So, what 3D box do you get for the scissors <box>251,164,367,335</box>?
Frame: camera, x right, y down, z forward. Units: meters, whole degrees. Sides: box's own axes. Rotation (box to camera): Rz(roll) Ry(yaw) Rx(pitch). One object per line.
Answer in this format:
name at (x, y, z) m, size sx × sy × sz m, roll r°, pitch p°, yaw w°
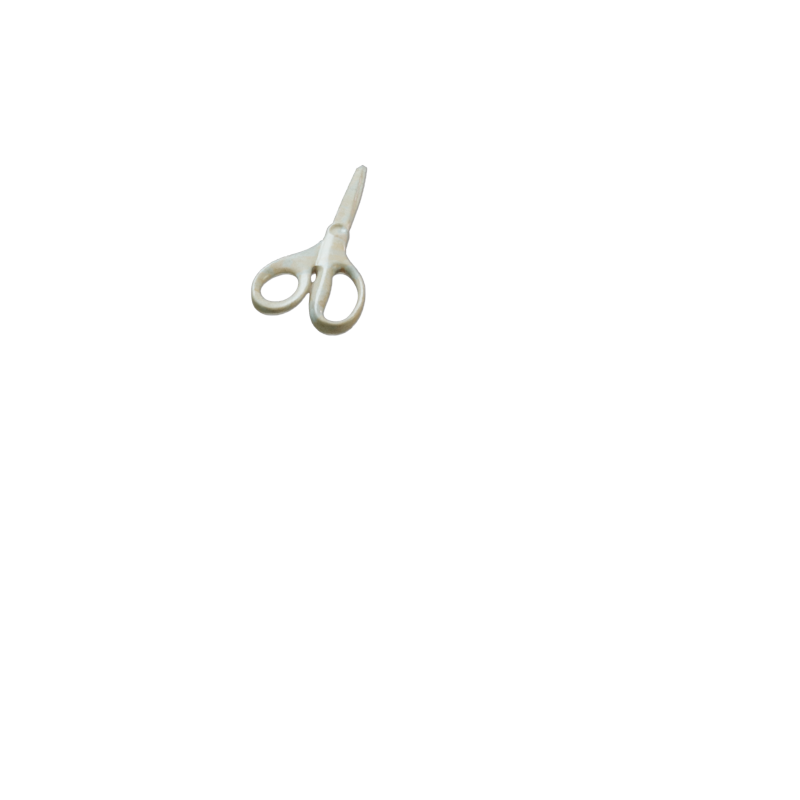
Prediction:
scissors at (-0.070, -0.127, 0.889) m, size 0.096 × 0.015 × 0.217 m, roll -2°, pitch 45°, yaw -2°
